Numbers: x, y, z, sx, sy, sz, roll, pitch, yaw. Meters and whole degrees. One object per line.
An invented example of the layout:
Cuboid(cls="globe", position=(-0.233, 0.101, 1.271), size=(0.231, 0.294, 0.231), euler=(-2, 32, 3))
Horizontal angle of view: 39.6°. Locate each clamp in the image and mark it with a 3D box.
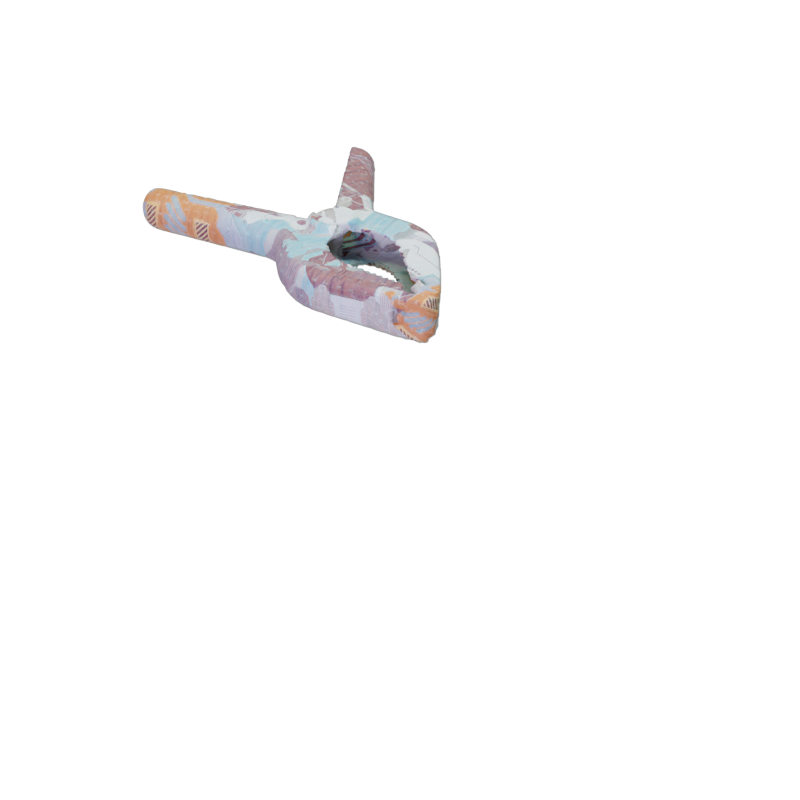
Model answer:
Cuboid(cls="clamp", position=(-0.051, -0.094, 0.656), size=(0.162, 0.034, 0.227), euler=(-14, 36, -21))
